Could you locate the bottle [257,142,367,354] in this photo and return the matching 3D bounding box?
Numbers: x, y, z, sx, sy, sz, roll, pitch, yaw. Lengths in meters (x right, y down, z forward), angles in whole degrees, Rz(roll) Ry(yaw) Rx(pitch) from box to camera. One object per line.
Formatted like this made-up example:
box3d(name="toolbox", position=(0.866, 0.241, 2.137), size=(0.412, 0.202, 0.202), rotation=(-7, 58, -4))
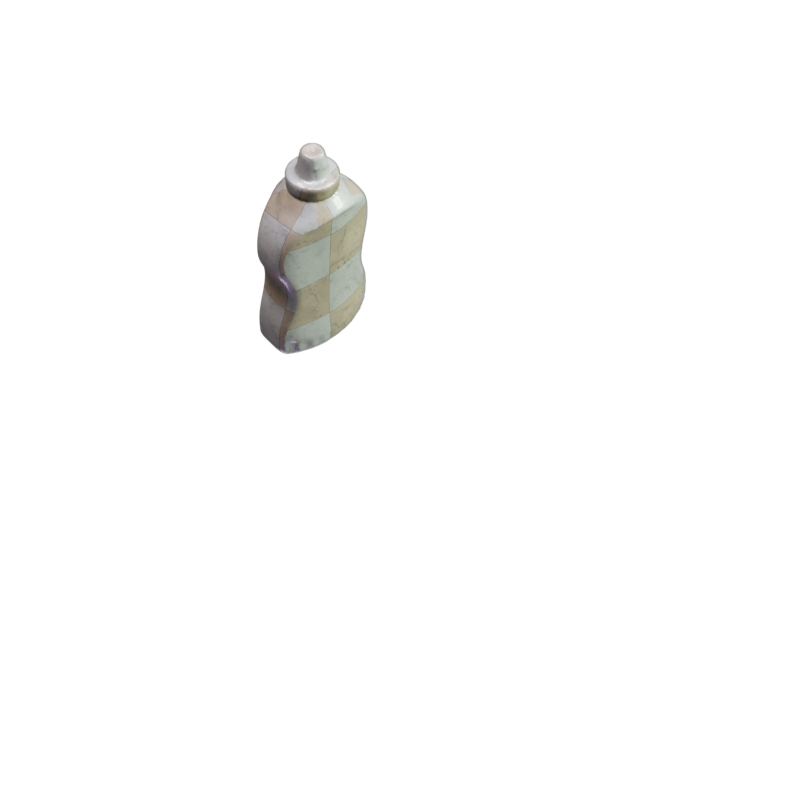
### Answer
box3d(name="bottle", position=(-0.068, -0.124, 0.867), size=(0.096, 0.179, 0.062), rotation=(-34, 61, -26))
